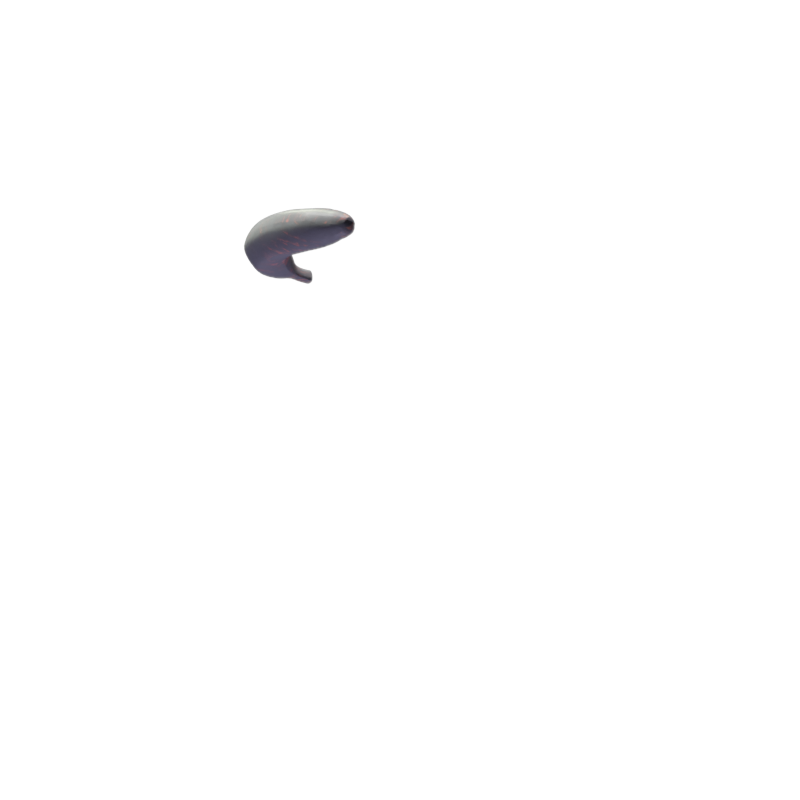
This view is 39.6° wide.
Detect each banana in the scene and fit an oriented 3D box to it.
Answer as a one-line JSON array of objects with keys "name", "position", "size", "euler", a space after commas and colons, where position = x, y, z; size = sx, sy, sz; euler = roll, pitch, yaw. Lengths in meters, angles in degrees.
[{"name": "banana", "position": [-0.089, -0.128, 0.899], "size": [0.068, 0.037, 0.197], "euler": [1, -4, -14]}]
